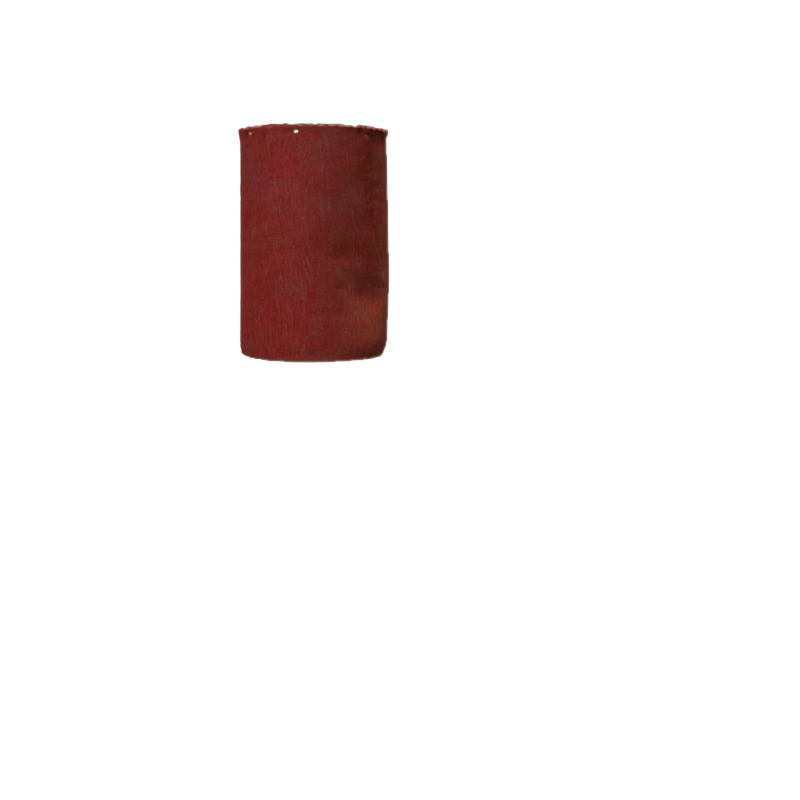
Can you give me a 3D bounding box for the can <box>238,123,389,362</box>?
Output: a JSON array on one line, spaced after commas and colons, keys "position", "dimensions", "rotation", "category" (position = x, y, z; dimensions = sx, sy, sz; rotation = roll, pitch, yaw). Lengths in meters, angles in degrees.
[{"position": [-0.039, -0.072, 0.503], "dimensions": [0.068, 0.102, 0.069], "rotation": [0, 4, -2], "category": "can"}]
